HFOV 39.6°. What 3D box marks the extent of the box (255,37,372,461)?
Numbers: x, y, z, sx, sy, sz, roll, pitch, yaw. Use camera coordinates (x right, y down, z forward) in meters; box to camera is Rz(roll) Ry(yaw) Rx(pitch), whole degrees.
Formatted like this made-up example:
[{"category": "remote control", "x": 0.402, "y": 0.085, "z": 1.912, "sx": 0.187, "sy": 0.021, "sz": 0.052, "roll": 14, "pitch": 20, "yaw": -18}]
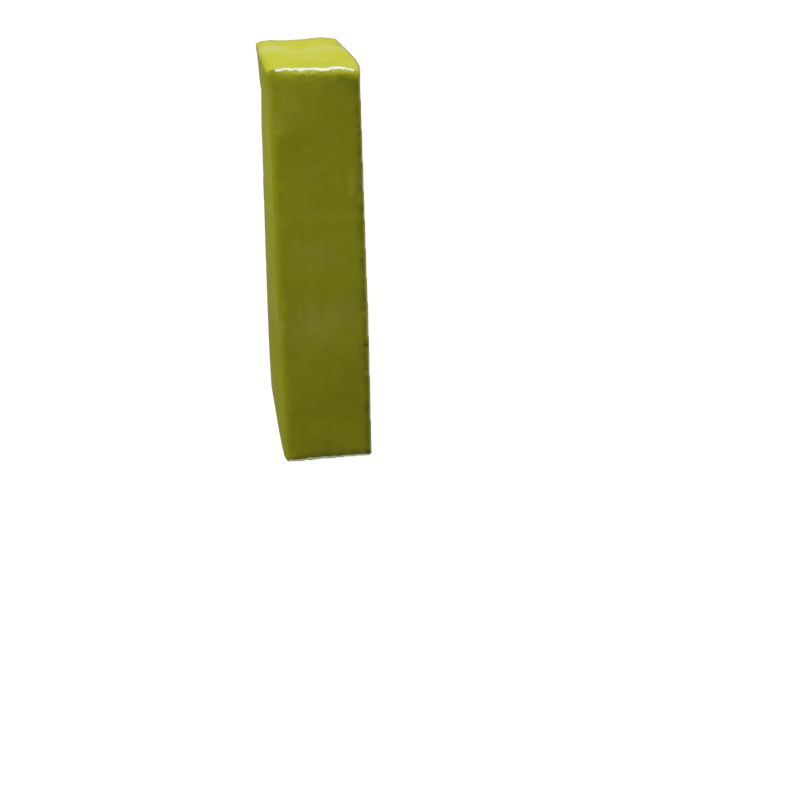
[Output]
[{"category": "box", "x": -0.040, "y": -0.073, "z": 0.511, "sx": 0.048, "sy": 0.169, "sz": 0.098, "roll": -2, "pitch": 20, "yaw": -9}]
